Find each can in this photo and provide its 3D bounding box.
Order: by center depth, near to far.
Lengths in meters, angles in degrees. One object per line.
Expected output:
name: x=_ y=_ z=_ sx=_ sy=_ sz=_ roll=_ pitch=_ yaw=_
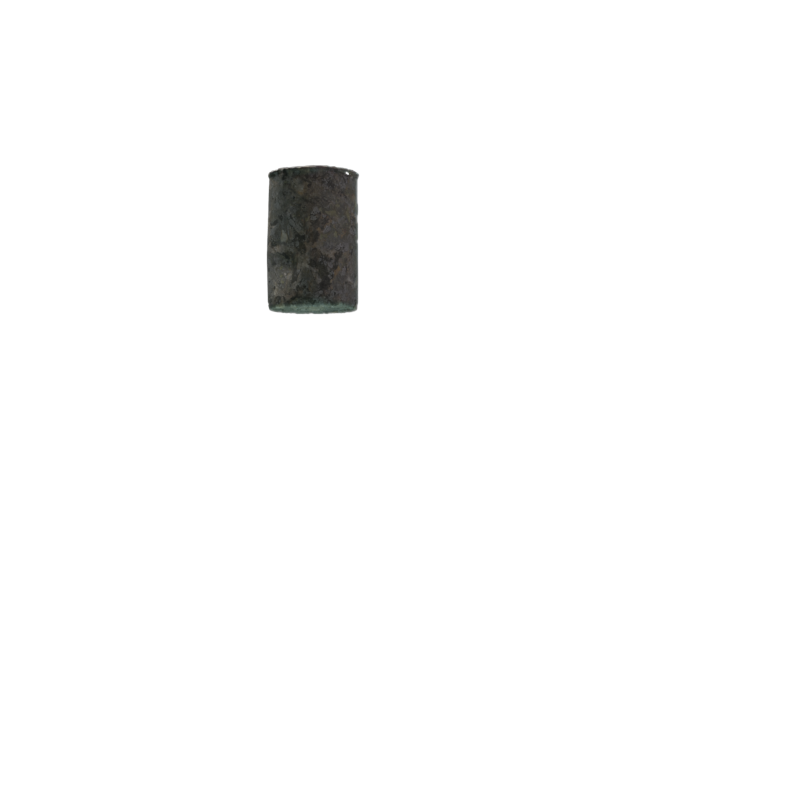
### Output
can: x=-0.064 y=-0.117 z=0.820 sx=0.068 sy=0.104 sz=0.067 roll=0 pitch=-6 yaw=-2
